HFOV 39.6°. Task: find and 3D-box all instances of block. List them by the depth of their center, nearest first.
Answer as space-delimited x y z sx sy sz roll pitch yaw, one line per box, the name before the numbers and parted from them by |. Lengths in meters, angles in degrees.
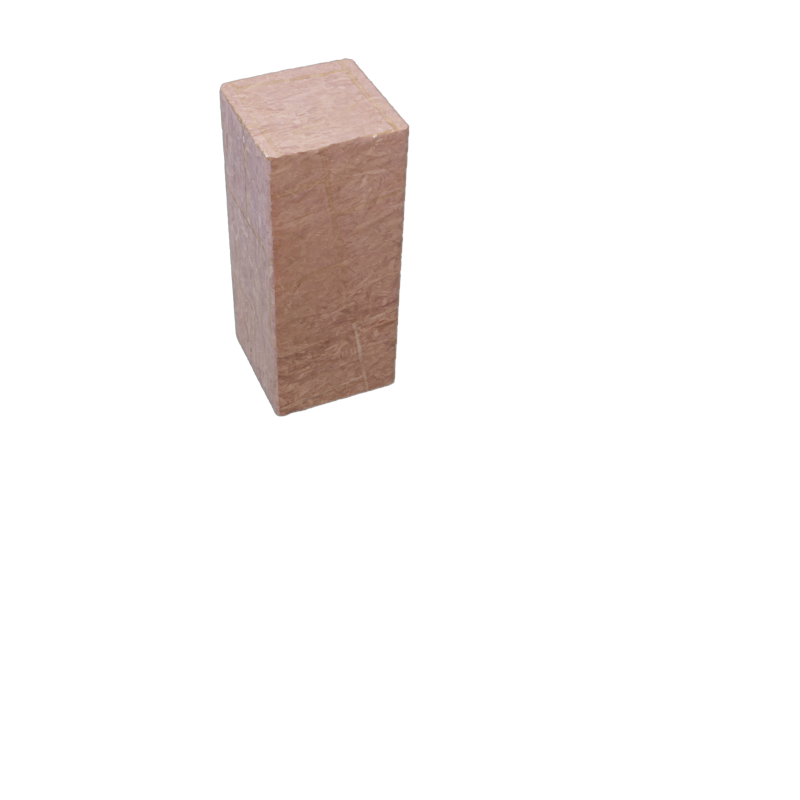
block | -0.056 -0.102 0.712 0.089 0.192 0.098 -15 45 -19
